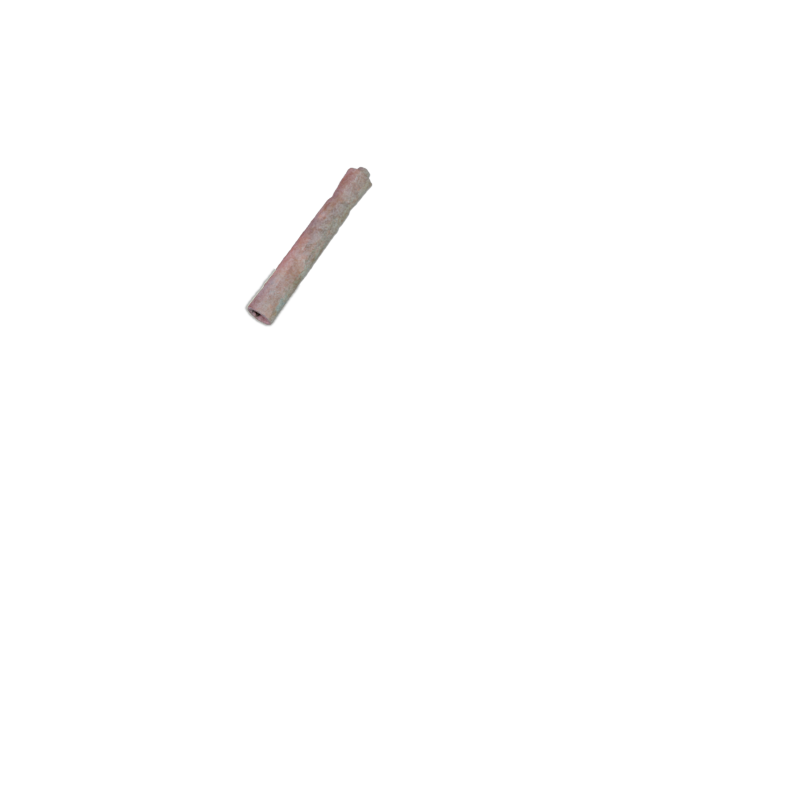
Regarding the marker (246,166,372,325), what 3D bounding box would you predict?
[{"bbox_3d":[-0.054,-0.099,0.695,0.020,0.124,0.019,30,-20,9],"label":"marker"}]
